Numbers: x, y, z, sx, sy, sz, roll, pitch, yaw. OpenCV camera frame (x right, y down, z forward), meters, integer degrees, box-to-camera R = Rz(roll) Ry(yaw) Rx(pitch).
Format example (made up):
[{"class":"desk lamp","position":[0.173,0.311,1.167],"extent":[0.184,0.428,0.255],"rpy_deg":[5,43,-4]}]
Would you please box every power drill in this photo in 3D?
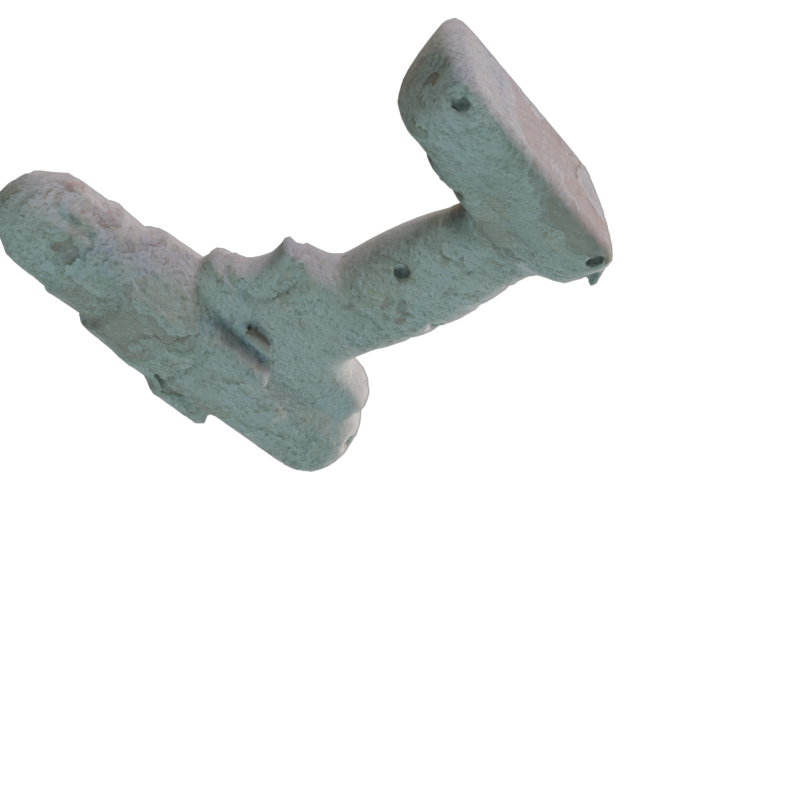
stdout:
[{"class":"power drill","position":[-0.033,-0.060,0.420],"extent":[0.187,0.062,0.172],"rpy_deg":[-29,-50,27]}]
